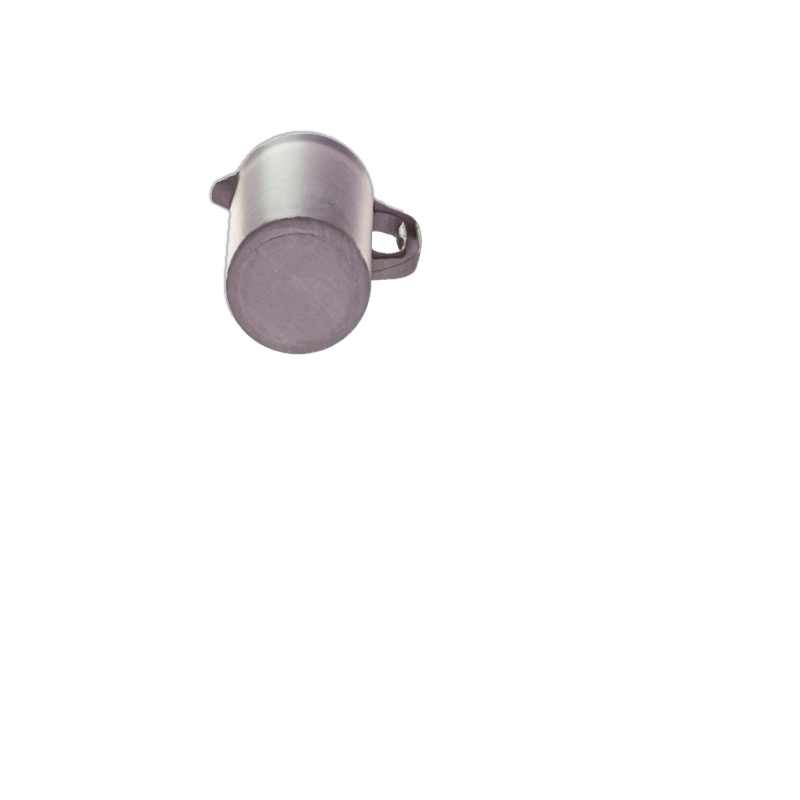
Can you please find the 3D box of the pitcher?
[{"bbox_3d":[-0.072,-0.131,0.920,0.149,0.138,0.255,-31,22,10],"label":"pitcher"}]
